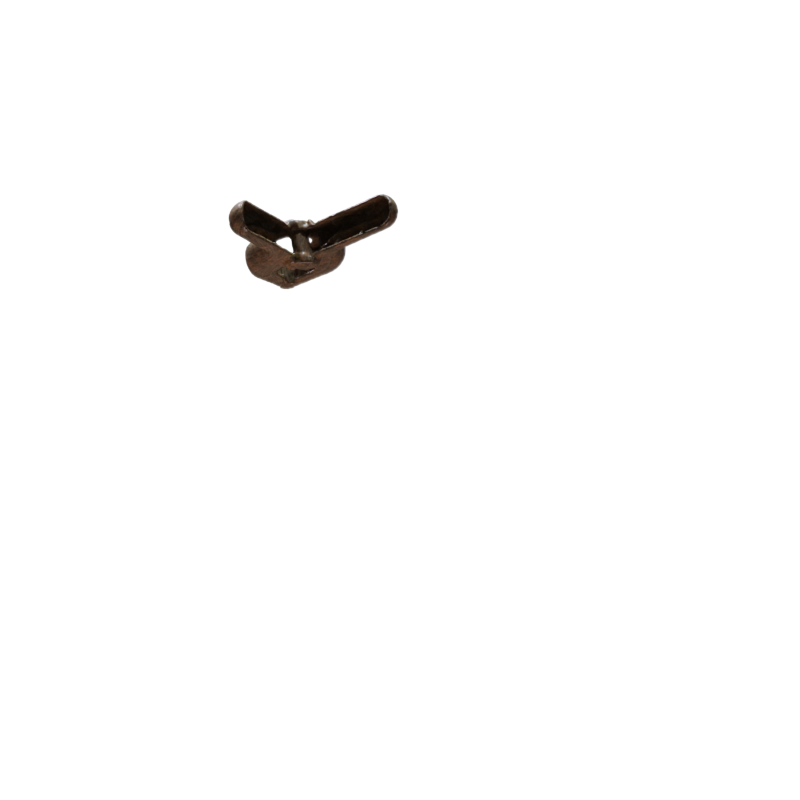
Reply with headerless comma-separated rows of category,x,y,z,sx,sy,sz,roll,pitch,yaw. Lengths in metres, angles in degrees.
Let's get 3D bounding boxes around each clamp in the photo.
clamp,-0.066,-0.121,0.849,0.120,0.040,0.168,0,-7,-3
